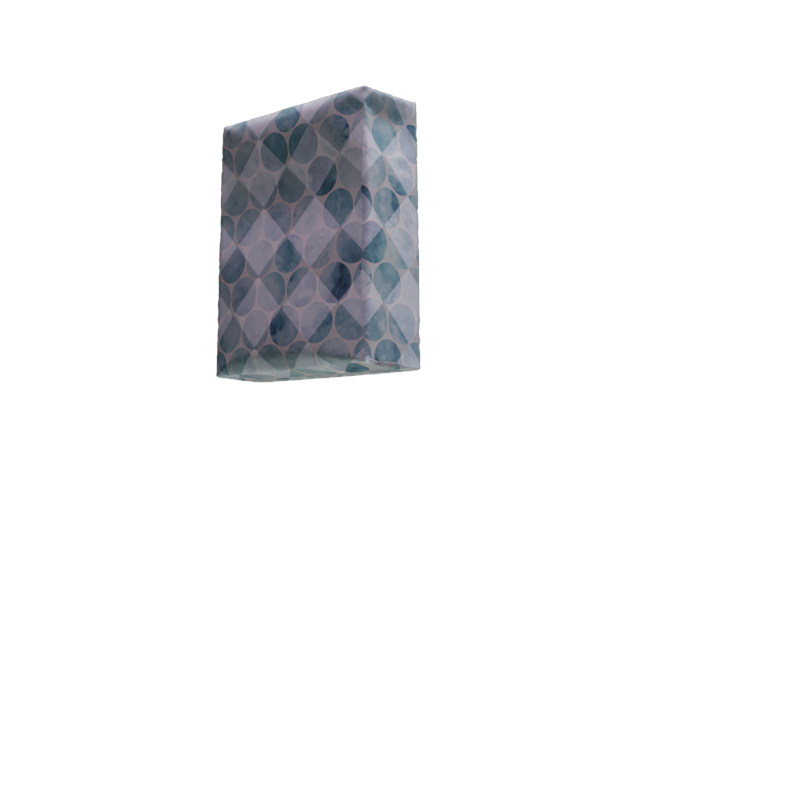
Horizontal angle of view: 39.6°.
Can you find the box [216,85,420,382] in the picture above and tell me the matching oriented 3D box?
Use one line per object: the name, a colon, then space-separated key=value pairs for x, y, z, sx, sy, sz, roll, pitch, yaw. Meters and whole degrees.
box: x=-0.069 y=-0.126 z=0.881 sx=0.169 sy=0.219 sz=0.068 roll=-7 pitch=-12 yaw=40
